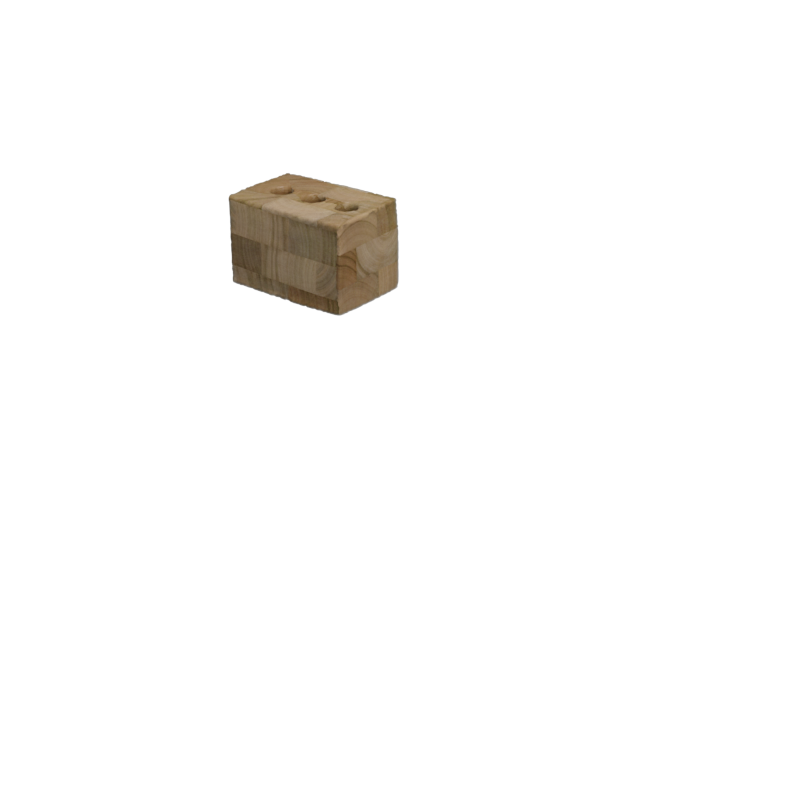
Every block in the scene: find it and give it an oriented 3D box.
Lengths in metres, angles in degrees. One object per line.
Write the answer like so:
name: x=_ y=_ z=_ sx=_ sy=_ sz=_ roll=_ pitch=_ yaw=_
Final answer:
block: x=-0.047 y=-0.085 z=0.595 sx=0.082 sy=0.049 sz=0.053 roll=18 pitch=30 yaw=32
